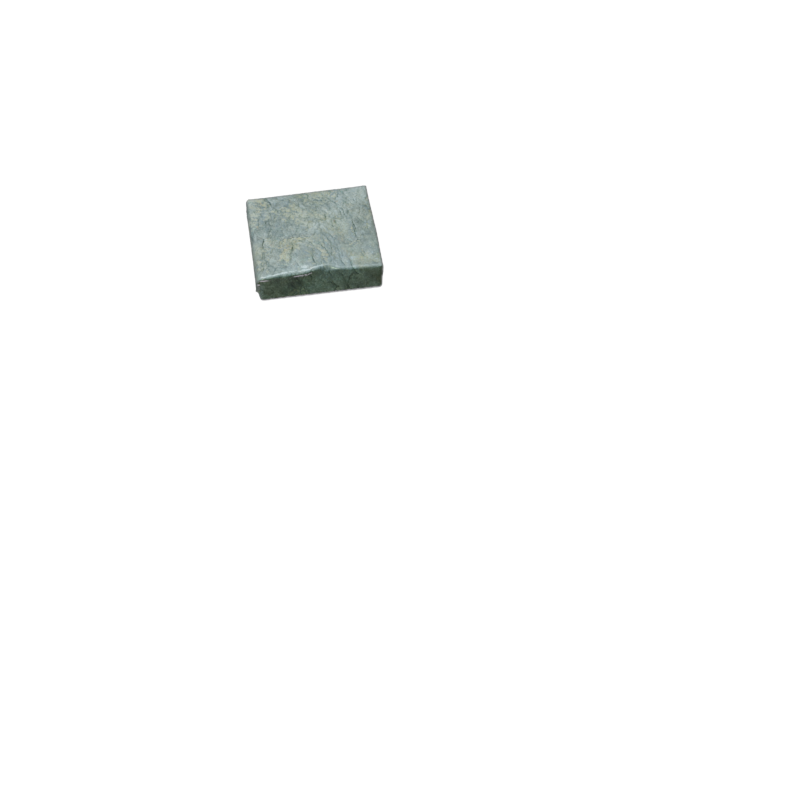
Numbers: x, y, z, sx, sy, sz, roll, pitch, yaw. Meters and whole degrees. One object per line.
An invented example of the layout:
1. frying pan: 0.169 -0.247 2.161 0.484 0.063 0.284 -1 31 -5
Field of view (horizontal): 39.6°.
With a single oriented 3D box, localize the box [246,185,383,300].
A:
1. box: -0.061 -0.112 0.783 0.089 0.079 0.028 -7 -34 -5
